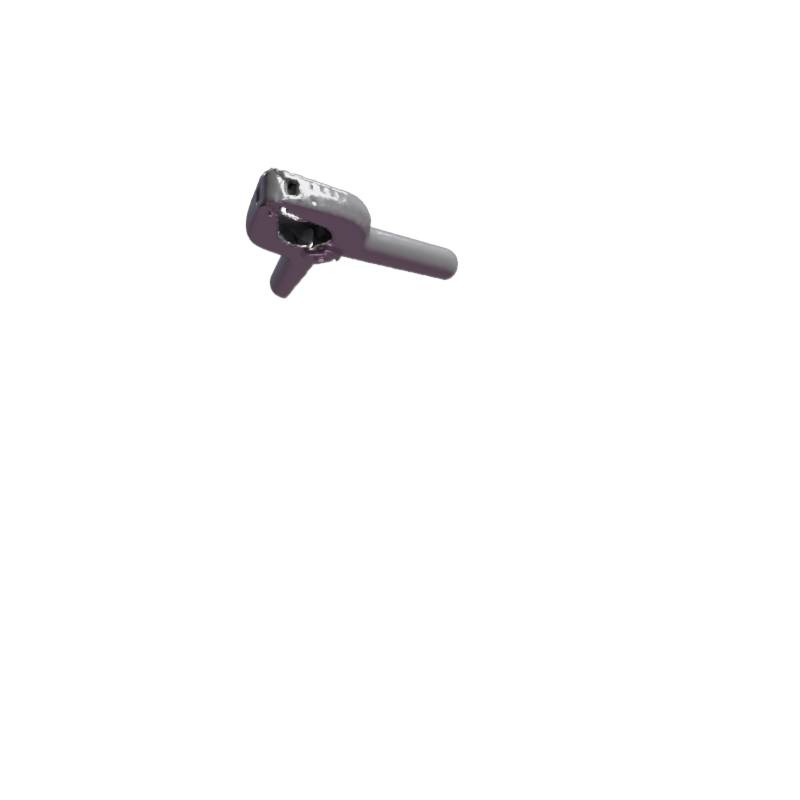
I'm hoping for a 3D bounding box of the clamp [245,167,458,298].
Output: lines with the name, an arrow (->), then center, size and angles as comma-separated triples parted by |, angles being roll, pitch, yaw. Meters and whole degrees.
clamp -> -0.068, -0.123, 0.864 | 0.168, 0.038, 0.197 | -8, -17, 26
